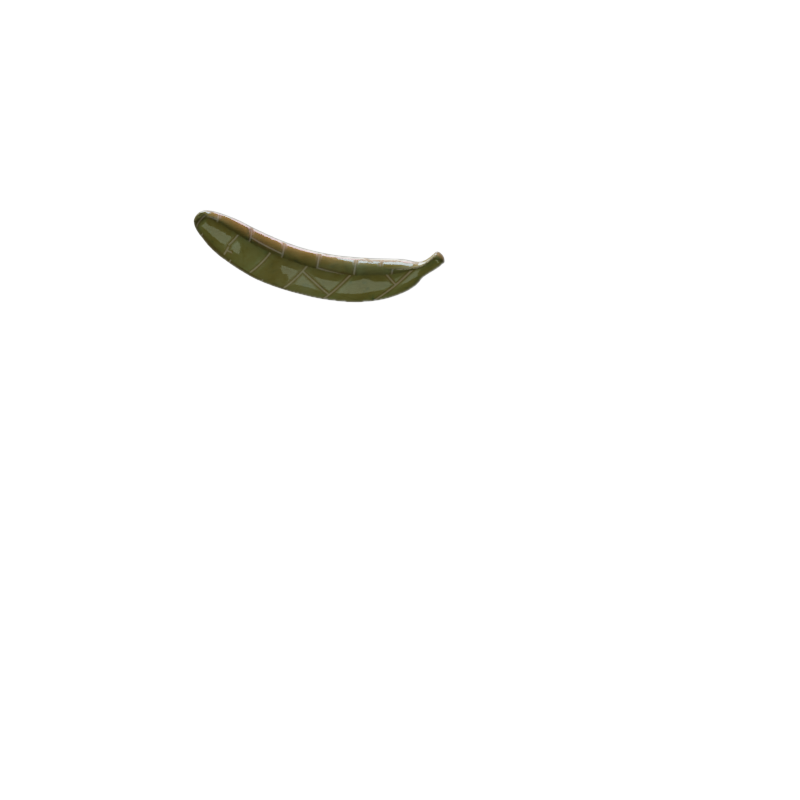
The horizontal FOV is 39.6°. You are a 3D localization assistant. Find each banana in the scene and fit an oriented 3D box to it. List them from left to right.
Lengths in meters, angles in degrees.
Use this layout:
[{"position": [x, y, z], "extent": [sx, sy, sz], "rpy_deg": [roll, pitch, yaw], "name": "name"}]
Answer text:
[{"position": [-0.069, -0.112, 0.885], "extent": [0.195, 0.066, 0.039], "rpy_deg": [8, 41, -7], "name": "banana"}]
